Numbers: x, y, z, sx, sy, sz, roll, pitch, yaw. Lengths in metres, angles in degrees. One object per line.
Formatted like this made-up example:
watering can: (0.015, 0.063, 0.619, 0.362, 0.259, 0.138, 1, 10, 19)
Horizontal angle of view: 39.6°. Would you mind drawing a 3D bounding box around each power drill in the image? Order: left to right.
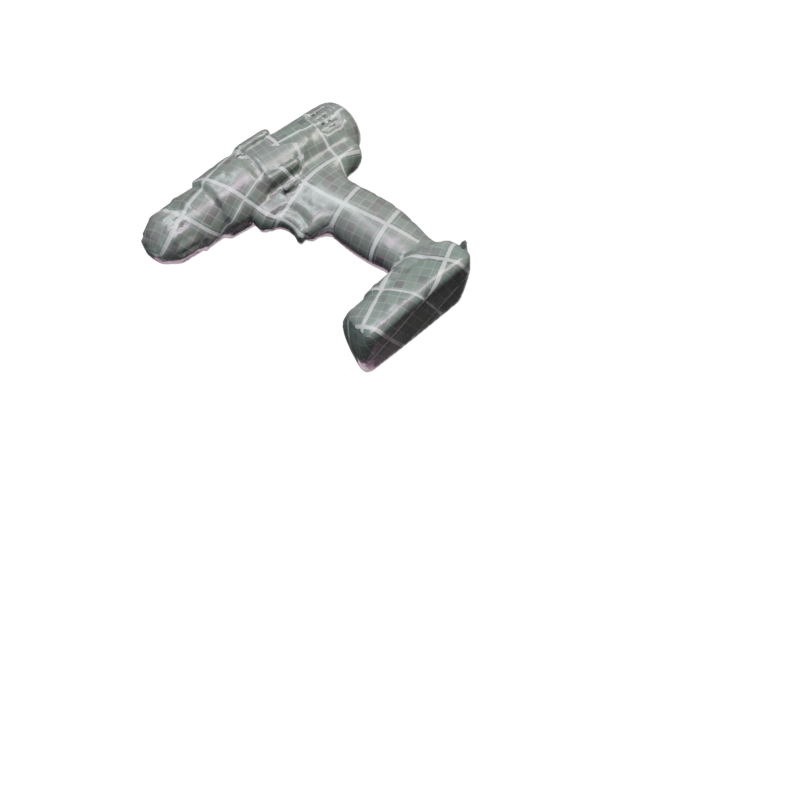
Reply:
power drill: (-0.060, -0.110, 0.768, 0.186, 0.198, 0.054, -38, -23, -20)
